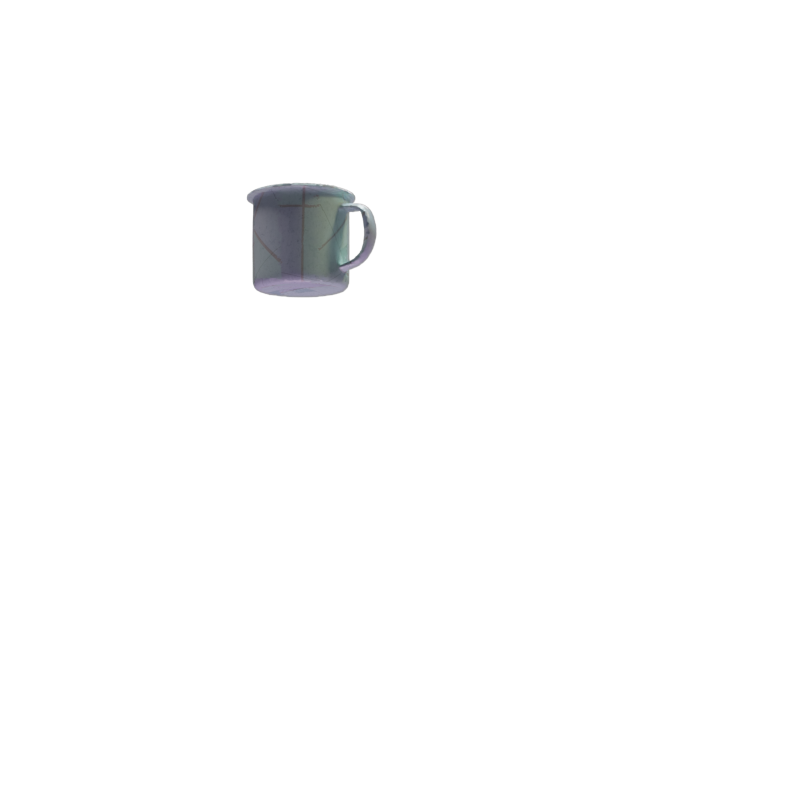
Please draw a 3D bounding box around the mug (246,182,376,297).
[{"bbox_3d":[-0.073,-0.133,0.932,0.120,0.084,0.089,-4,-9,26],"label":"mug"}]
